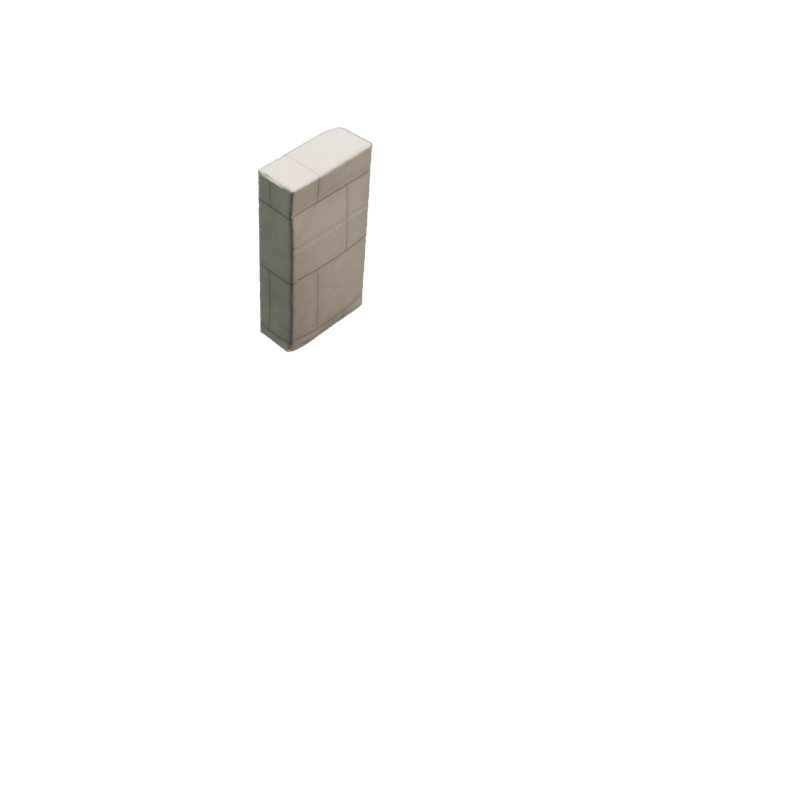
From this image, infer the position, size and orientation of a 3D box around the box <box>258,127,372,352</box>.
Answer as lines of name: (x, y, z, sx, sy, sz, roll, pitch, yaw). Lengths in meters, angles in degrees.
box: (-0.072, -0.131, 0.914, 0.051, 0.164, 0.094, 32, 49, 28)
